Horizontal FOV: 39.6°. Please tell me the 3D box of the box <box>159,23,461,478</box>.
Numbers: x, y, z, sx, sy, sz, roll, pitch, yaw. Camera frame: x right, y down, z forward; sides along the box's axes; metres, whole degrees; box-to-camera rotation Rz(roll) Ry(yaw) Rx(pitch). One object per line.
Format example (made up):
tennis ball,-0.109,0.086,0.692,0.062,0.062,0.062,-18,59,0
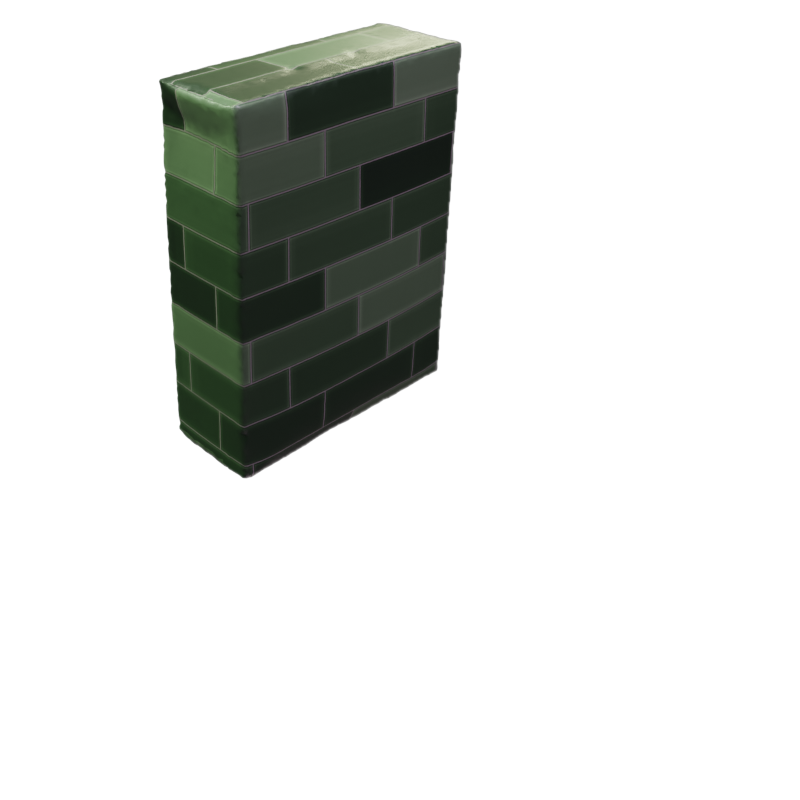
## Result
box,-0.049,-0.089,0.621,0.076,0.202,0.163,25,36,36
